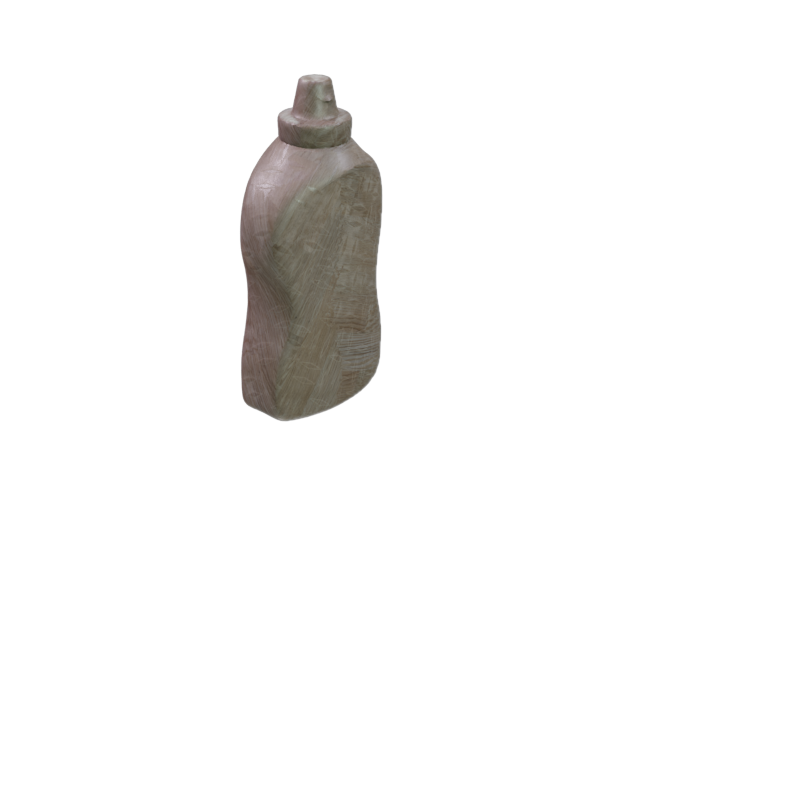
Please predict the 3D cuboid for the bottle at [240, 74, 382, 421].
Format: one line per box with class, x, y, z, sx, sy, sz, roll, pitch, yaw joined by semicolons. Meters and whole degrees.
bottle;-0.049;-0.090;0.633;0.062;0.182;0.095;21;31;36
